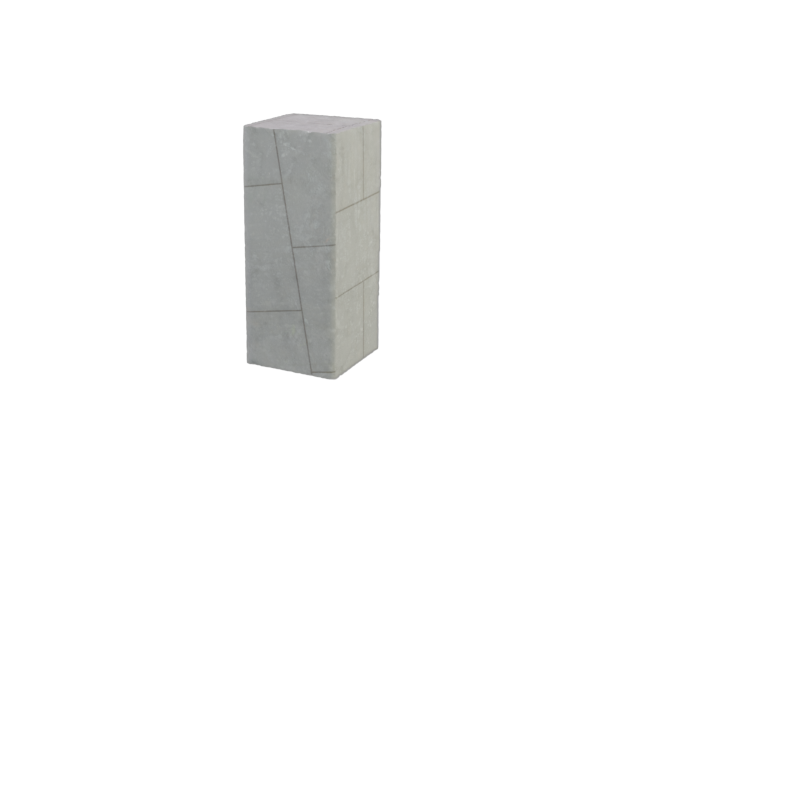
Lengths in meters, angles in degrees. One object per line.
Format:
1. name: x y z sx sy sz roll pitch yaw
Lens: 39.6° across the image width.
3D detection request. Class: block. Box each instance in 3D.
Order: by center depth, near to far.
1. block: -0.075 -0.136 0.949 0.094 0.199 0.091 8 18 24
